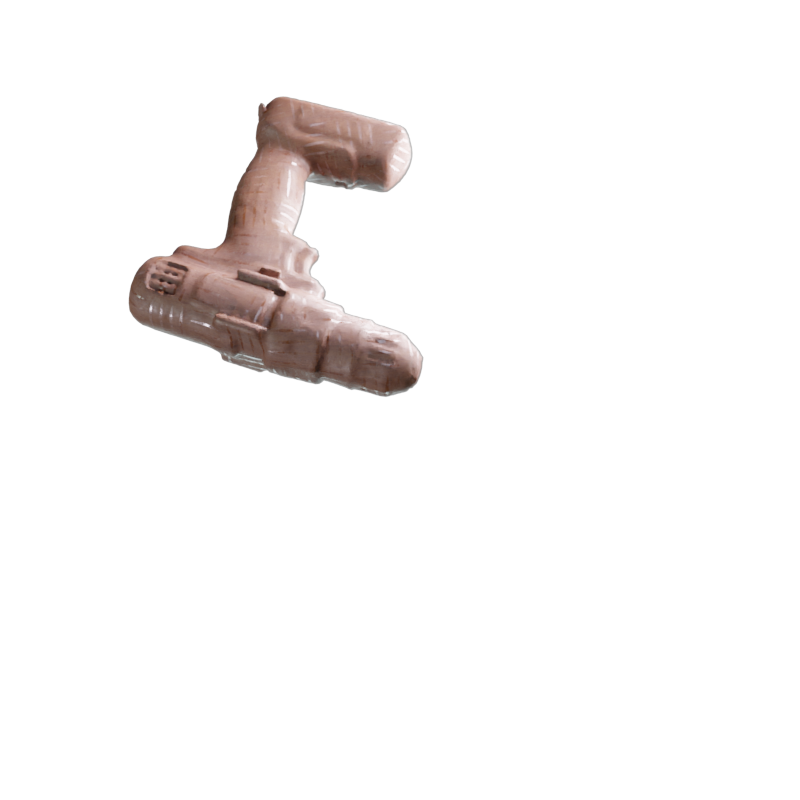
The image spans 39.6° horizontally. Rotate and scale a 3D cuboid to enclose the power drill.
[{"bbox_3d":[-0.055,-0.100,0.702,0.189,0.196,0.054,16,-33,10],"label":"power drill"}]
